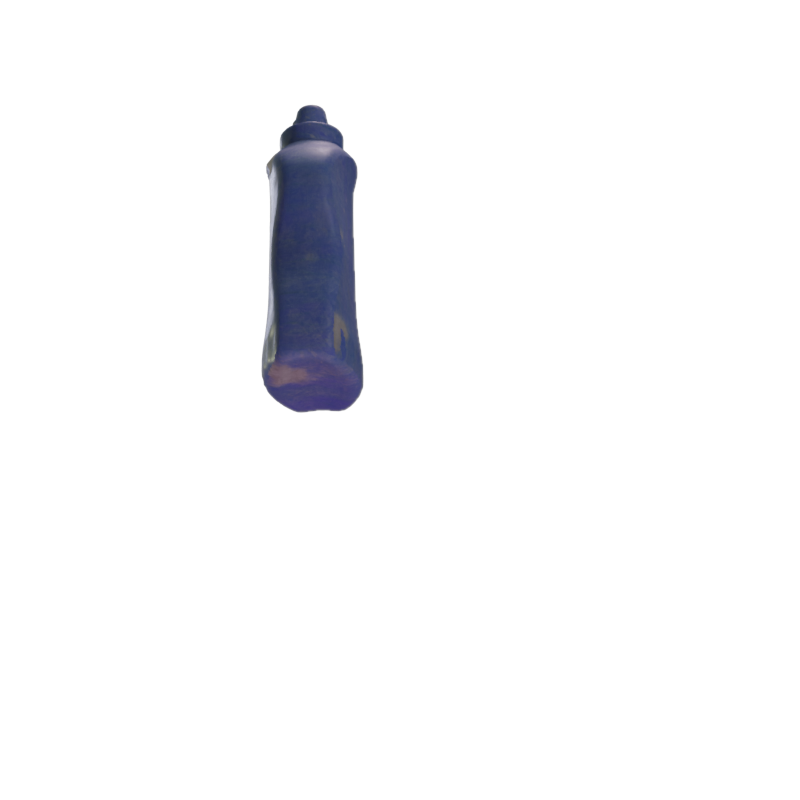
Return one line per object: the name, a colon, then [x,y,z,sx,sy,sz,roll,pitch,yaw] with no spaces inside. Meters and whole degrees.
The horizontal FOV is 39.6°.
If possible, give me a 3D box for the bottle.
bottle: [-0.053,-0.097,0.677,0.059,0.203,0.090,-4,-25,4]
